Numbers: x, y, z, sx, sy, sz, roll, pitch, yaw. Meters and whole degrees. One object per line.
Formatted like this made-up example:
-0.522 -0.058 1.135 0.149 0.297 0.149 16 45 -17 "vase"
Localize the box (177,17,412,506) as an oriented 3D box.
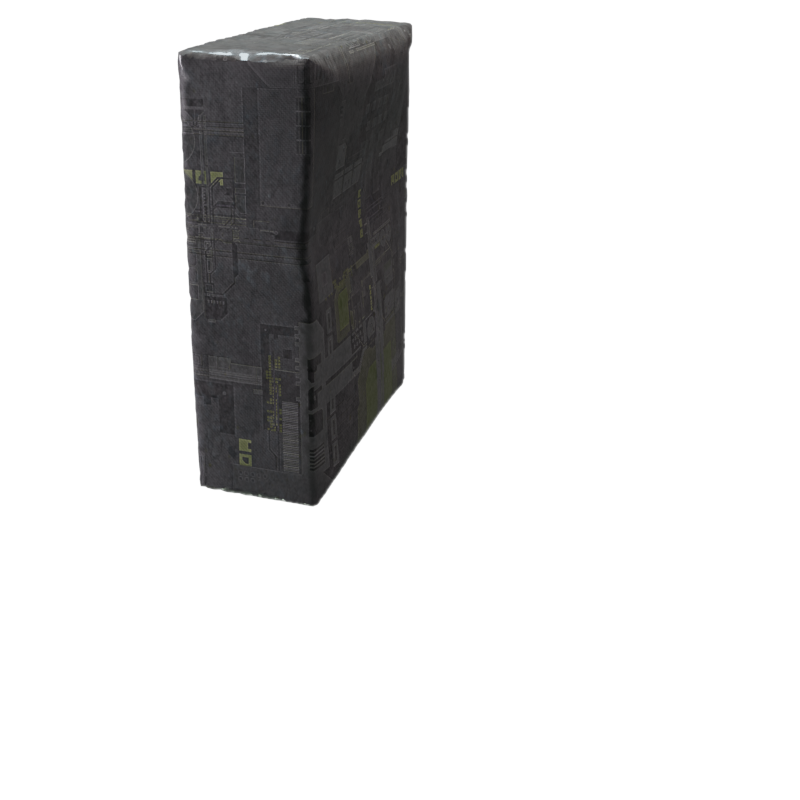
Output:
-0.045 -0.082 0.572 0.074 0.205 0.167 6 21 15 "box"
